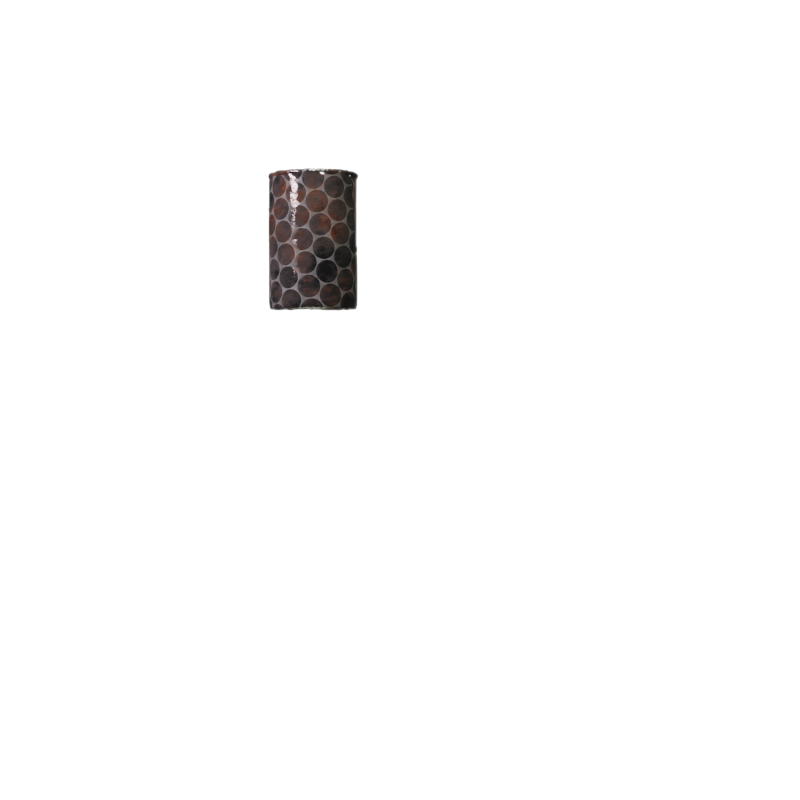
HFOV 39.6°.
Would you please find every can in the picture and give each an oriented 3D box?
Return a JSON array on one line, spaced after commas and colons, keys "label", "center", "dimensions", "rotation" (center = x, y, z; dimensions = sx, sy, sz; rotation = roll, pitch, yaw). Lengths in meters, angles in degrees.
[{"label": "can", "center": [-0.065, -0.119, 0.835], "dimensions": [0.068, 0.103, 0.068], "rotation": [0, -2, -2]}]
